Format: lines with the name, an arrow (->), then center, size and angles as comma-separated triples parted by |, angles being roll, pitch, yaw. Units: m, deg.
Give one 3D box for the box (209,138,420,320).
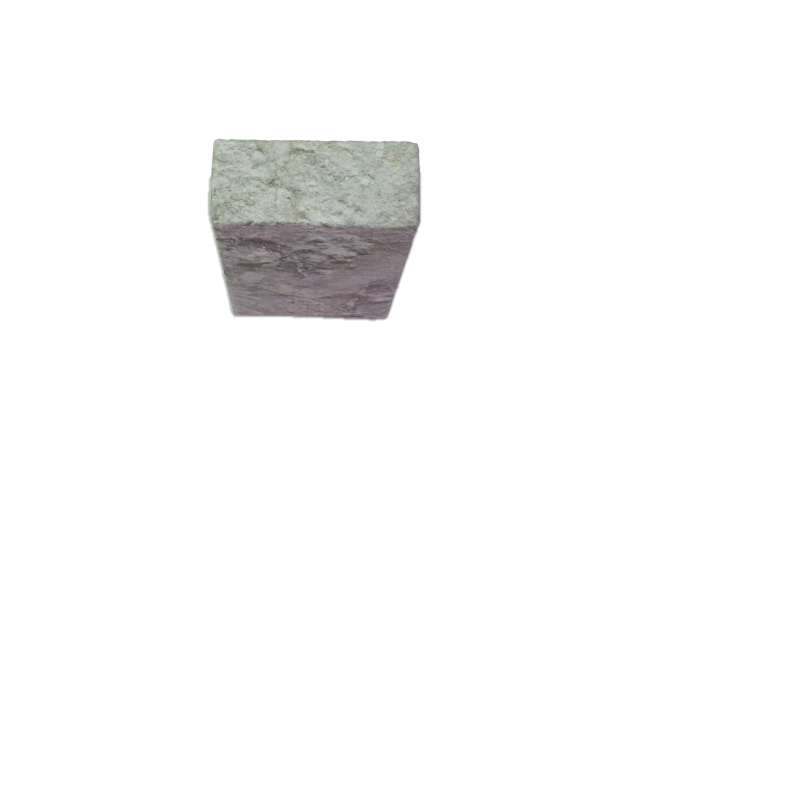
box -> -0.044, -0.080, 0.561 | 0.093, 0.049, 0.172 | 1, -8, -3
